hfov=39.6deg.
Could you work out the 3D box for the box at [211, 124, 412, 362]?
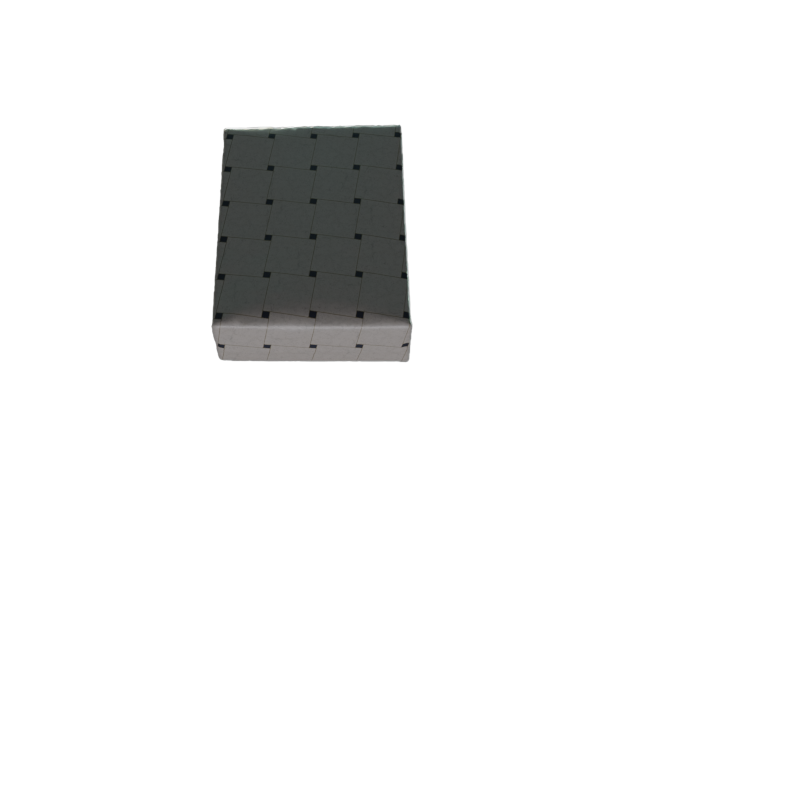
[{"bbox_3d":[-0.076,-0.139,0.972,0.164,0.228,0.067,-2,-33,0],"label":"box"}]
